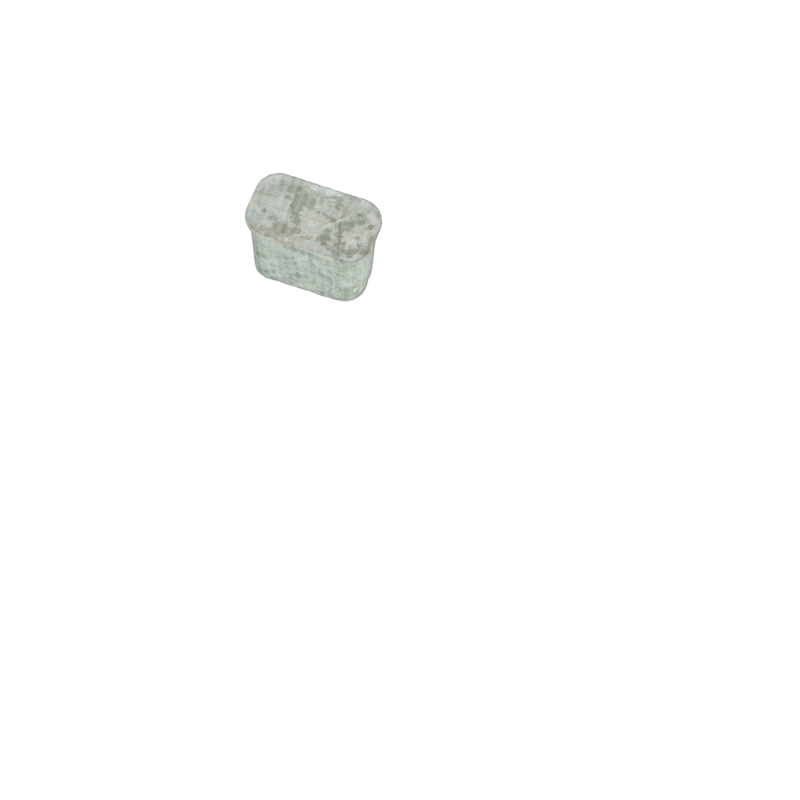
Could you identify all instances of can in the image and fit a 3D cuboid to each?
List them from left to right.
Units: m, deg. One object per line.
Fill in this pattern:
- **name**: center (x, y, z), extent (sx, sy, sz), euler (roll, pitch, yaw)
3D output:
- **can**: center (-0.069, -0.125, 0.879), extent (0.104, 0.060, 0.079), euler (19, -21, 6)
